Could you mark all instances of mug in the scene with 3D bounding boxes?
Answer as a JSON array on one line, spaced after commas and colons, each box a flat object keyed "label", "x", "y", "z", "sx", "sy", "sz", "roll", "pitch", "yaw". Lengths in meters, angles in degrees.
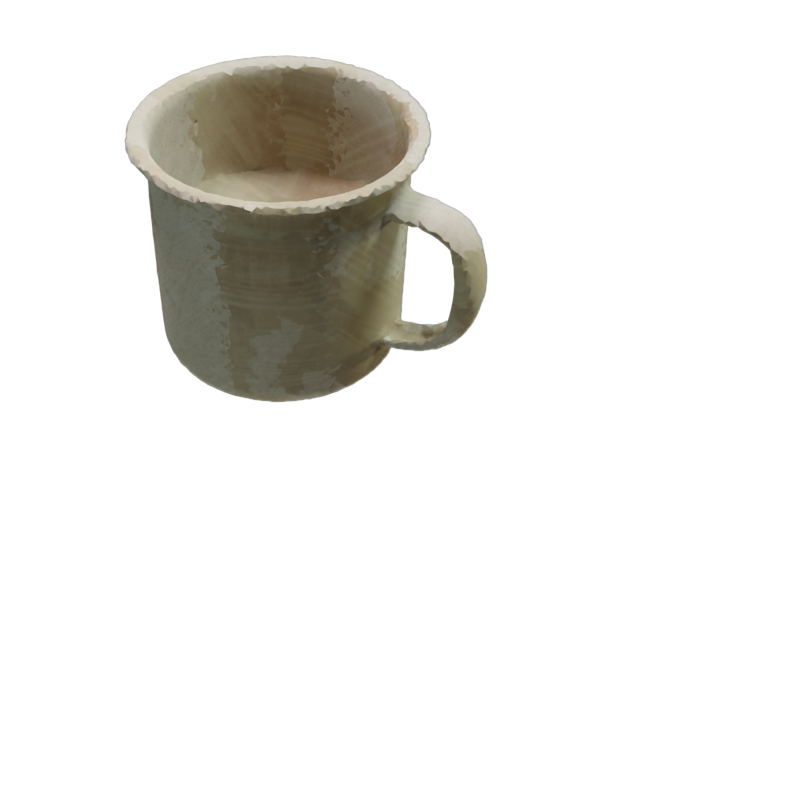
[{"label": "mug", "x": -0.028, "y": -0.051, "z": 0.356, "sx": 0.122, "sy": 0.076, "sz": 0.096, "roll": 18, "pitch": 43, "yaw": 19}]
